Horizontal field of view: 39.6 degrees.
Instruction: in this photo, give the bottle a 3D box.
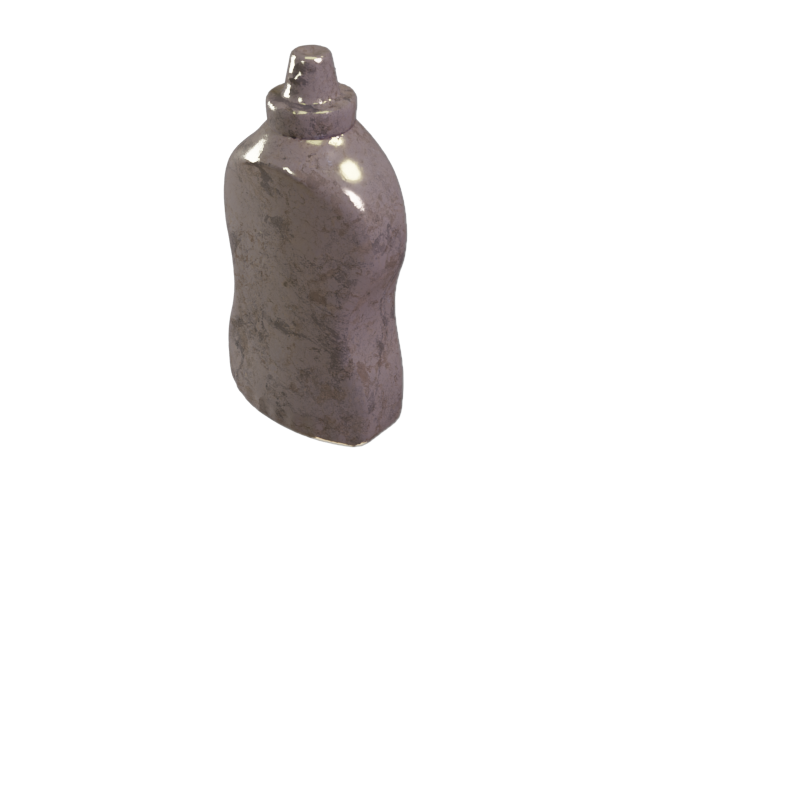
[{"bbox_3d":[-0.042,-0.075,0.529,0.102,0.180,0.058,27,39,34],"label":"bottle"}]
